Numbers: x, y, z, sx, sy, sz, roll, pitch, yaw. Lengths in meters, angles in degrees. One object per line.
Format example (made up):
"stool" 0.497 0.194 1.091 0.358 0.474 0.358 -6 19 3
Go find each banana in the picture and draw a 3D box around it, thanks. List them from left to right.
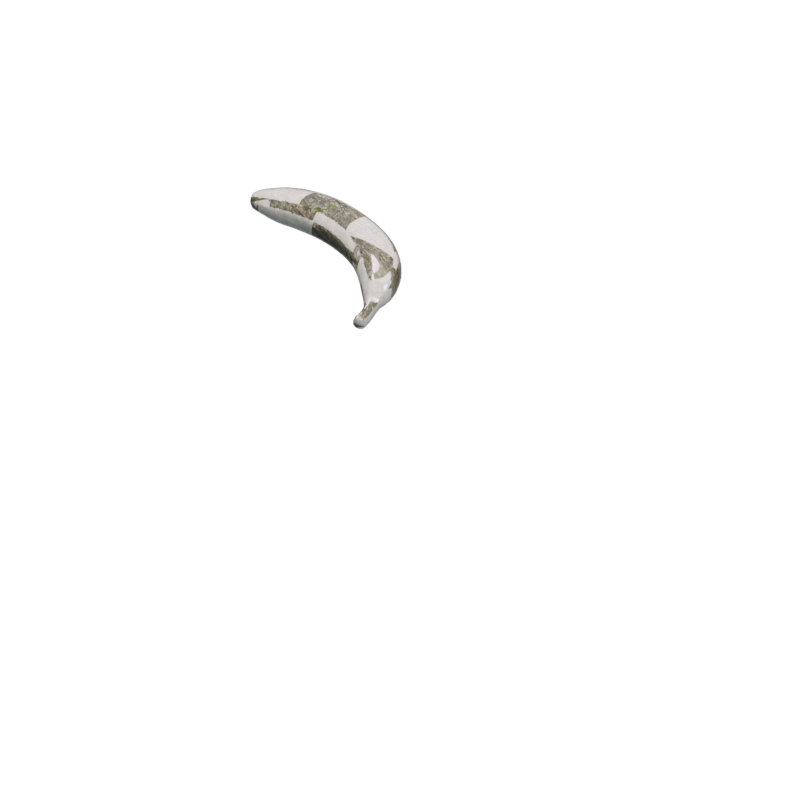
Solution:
"banana" -0.053 -0.132 0.906 0.069 0.034 0.214 -18 42 -23
